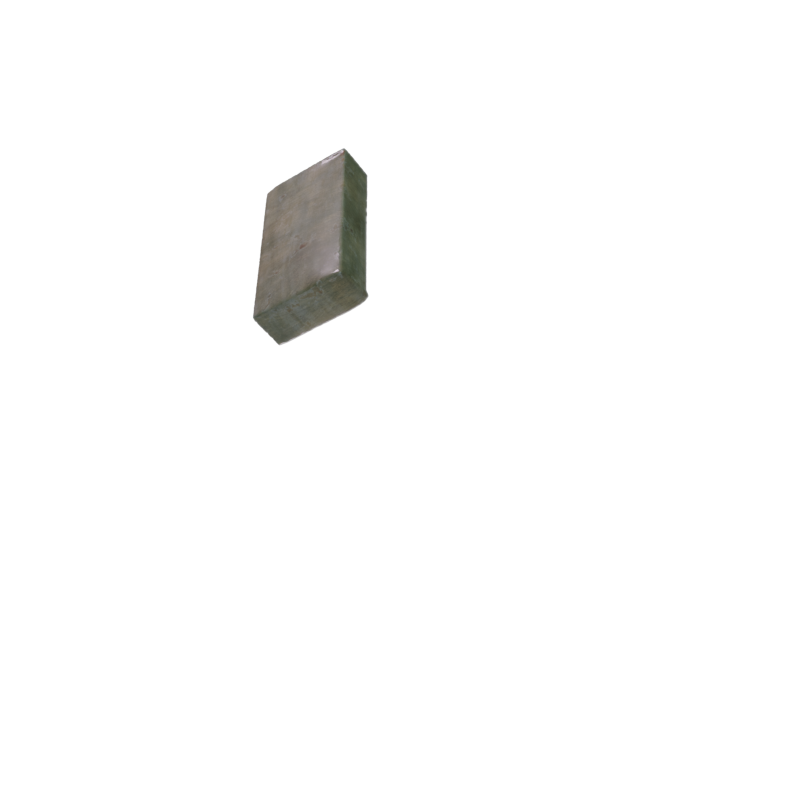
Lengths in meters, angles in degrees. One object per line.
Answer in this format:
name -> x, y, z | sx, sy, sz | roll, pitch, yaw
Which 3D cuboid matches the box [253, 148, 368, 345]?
box -> -0.076, -0.138, 0.967 | 0.093, 0.189, 0.045 | -27, -49, 21
